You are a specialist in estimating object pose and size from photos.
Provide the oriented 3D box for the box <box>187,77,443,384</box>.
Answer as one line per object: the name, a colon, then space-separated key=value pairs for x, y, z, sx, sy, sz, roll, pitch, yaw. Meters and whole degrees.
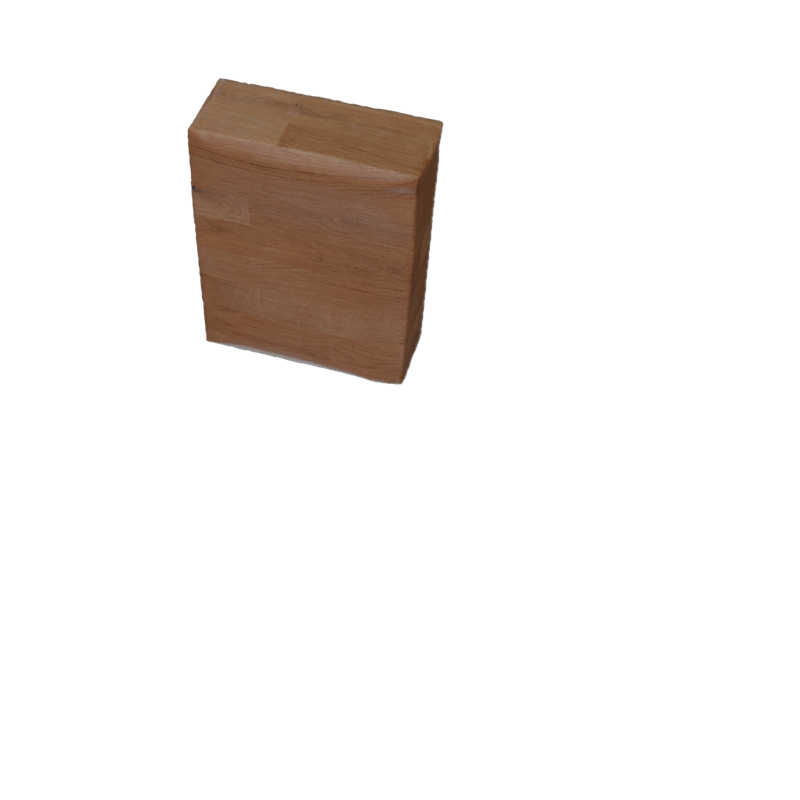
box: x=-0.063 y=-0.115 z=0.807 sx=0.168 sy=0.075 sz=0.199 roll=15 pitch=-41 yaw=10
